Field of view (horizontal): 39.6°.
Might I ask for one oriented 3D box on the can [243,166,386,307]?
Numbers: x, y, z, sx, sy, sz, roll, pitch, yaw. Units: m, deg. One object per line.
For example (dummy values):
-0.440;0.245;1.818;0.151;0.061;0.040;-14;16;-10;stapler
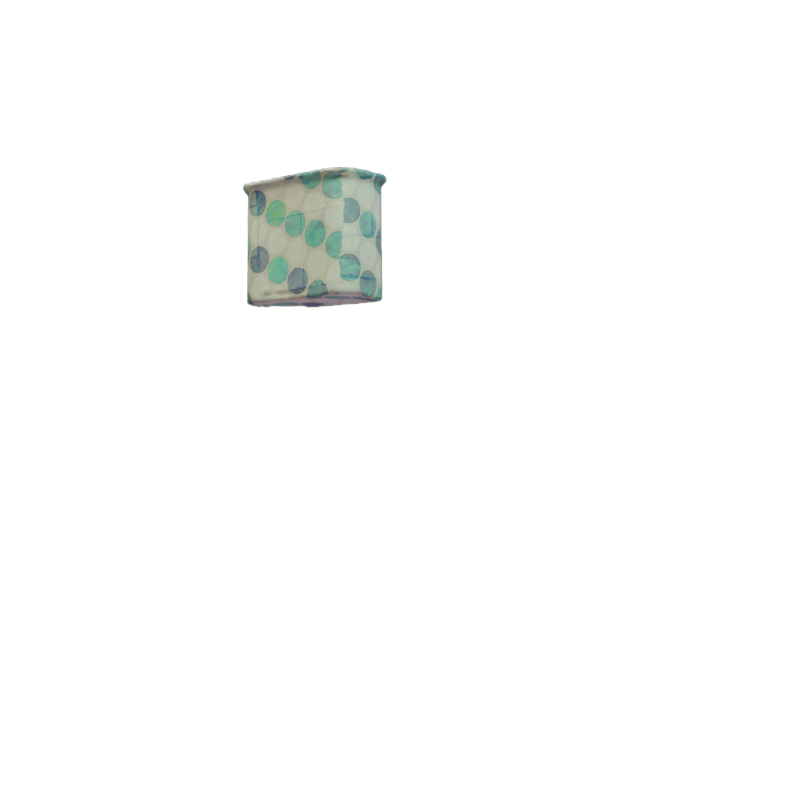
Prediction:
-0.059;-0.108;0.753;0.105;0.085;0.055;-4;-7;39;can
